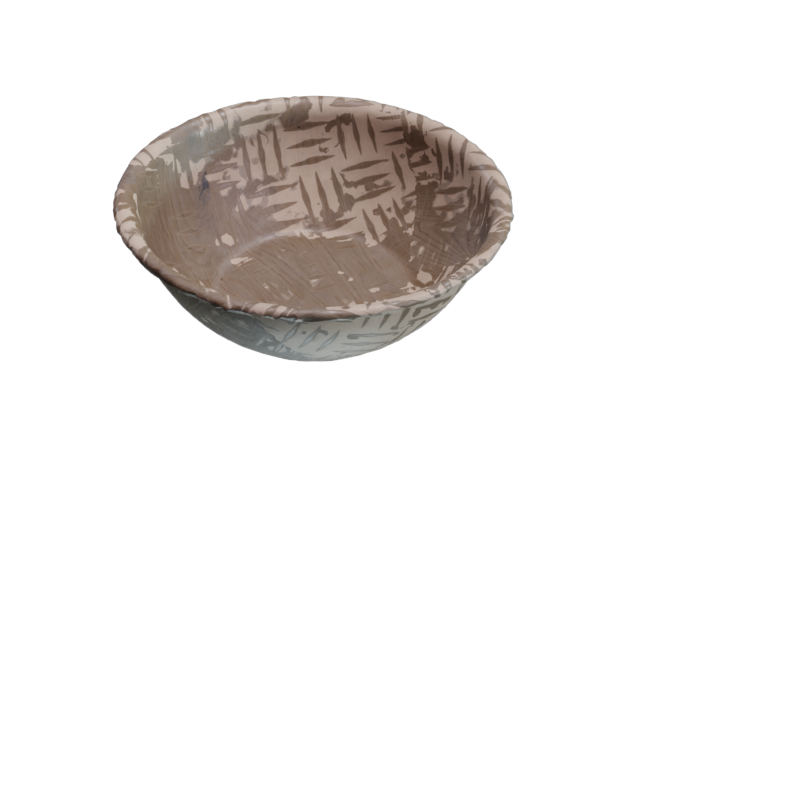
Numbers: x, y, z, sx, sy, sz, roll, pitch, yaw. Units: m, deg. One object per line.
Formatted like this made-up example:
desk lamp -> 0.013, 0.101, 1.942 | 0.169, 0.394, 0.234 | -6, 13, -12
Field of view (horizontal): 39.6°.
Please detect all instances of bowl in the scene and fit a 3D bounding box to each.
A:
bowl -> -0.037, -0.067, 0.467 | 0.162, 0.051, 0.174 | -1, 41, -2
